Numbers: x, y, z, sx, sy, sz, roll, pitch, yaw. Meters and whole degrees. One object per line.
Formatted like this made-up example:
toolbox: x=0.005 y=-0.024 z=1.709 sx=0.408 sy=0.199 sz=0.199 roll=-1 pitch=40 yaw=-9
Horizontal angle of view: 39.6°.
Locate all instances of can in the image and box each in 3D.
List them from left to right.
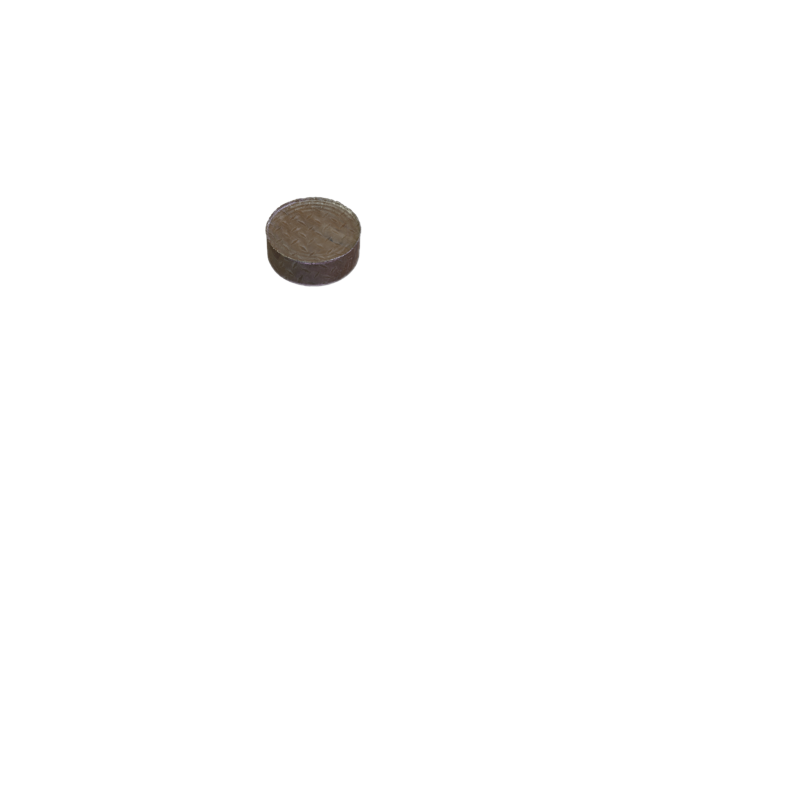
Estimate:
can: x=-0.078 y=-0.143 z=1.000 sx=0.086 sy=0.092 sz=0.031 roll=-1 pitch=-42 yaw=-1
